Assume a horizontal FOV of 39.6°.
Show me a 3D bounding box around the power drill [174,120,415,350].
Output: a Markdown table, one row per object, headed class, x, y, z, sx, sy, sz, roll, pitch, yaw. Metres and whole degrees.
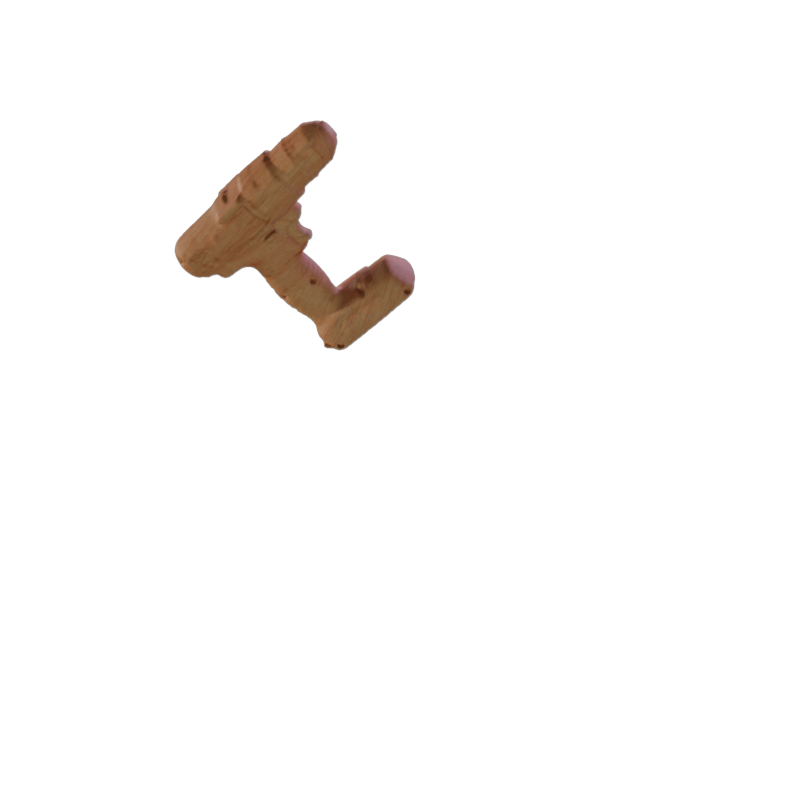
| class | x | y | z | sx | sy | sz | roll | pitch | yaw |
| --- | --- | --- | --- | --- | --- | --- | --- | --- | --- |
| power drill | -0.077 | -0.140 | 0.977 | 0.177 | 0.061 | 0.182 | 38 | -61 | -26 |
